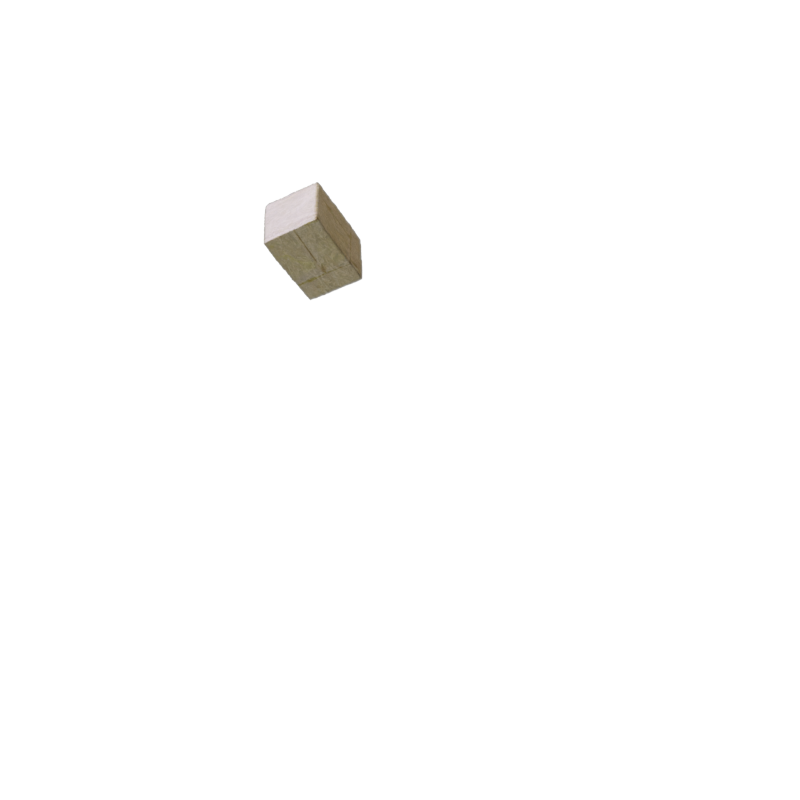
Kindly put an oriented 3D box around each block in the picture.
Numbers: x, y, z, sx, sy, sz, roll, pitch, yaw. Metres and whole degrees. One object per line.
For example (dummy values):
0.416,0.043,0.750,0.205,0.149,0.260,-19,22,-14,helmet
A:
-0.073,-0.132,0.927,0.053,0.055,0.072,-22,-48,19,block
